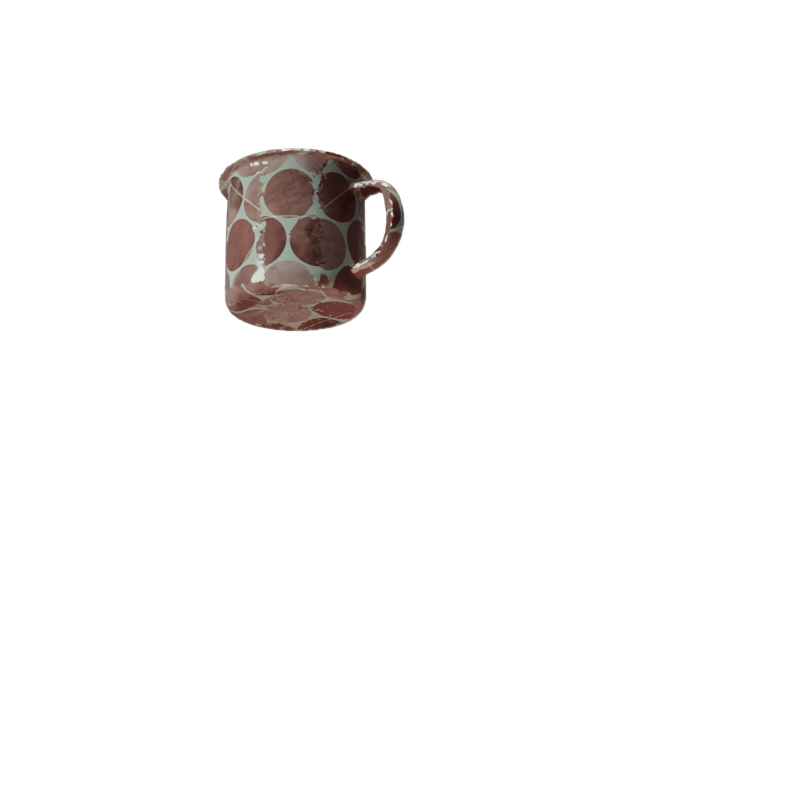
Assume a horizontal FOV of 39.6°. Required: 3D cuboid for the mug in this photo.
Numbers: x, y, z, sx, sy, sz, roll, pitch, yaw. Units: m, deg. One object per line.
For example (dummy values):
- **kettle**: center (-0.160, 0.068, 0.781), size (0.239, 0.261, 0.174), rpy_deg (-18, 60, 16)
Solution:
- **mug**: center (-0.050, -0.092, 0.644), size (0.119, 0.086, 0.087), rpy_deg (-10, -22, 26)
